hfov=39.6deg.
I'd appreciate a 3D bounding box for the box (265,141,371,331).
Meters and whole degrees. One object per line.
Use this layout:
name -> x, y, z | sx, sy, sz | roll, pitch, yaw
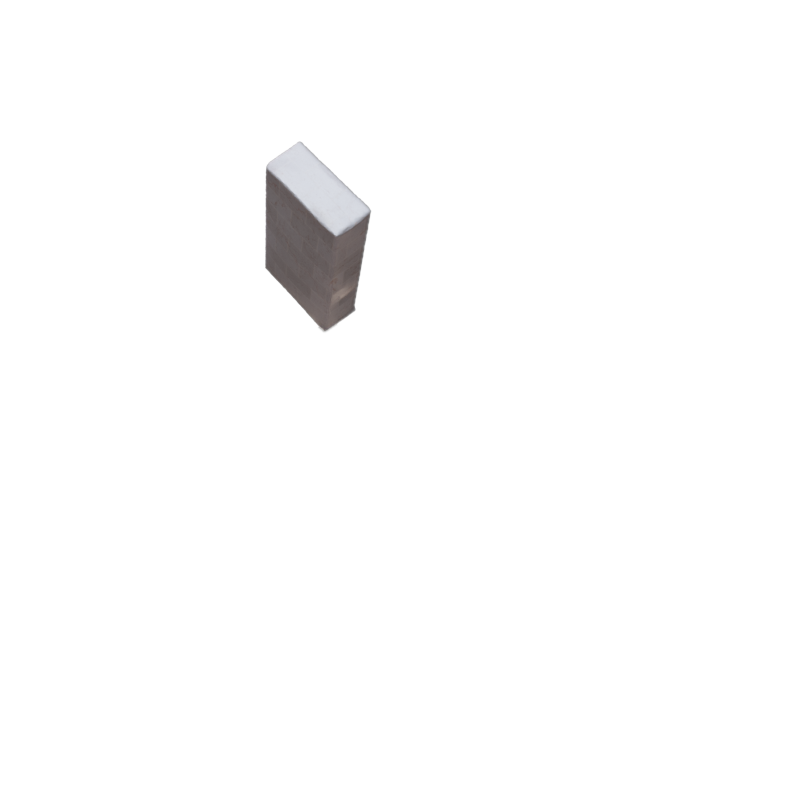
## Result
box -> -0.077, -0.139, 0.976 | 0.048, 0.098, 0.167 | -38, -17, -18
